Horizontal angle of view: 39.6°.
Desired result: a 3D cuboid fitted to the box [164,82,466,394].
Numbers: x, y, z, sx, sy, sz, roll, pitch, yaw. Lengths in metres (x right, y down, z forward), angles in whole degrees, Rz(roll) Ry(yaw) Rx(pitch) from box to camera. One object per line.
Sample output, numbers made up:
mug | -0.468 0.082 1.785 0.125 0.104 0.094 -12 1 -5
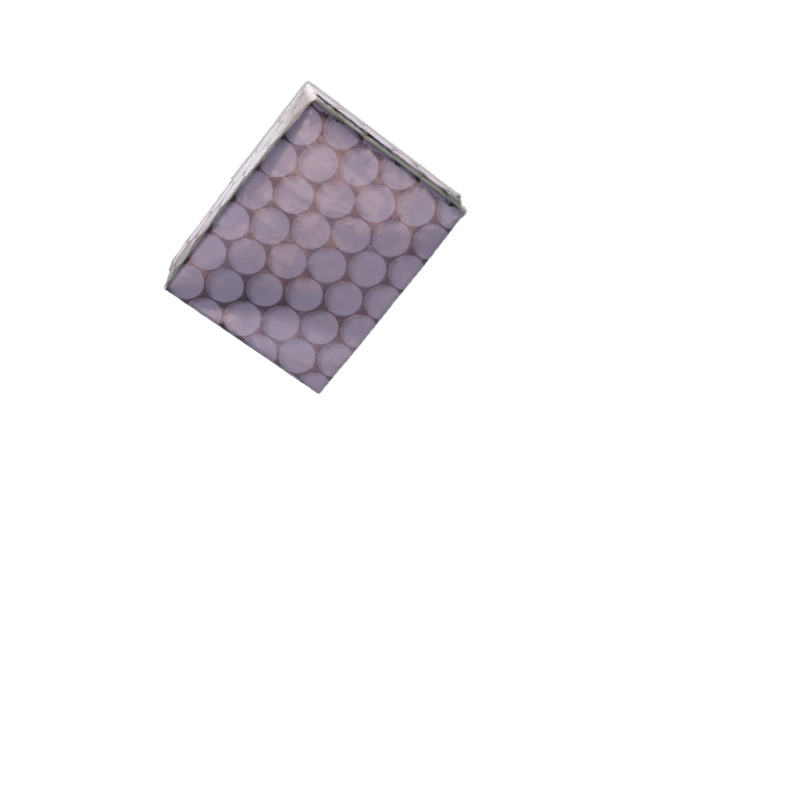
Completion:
box | -0.040 -0.072 0.506 0.087 0.112 0.041 36 17 -14
